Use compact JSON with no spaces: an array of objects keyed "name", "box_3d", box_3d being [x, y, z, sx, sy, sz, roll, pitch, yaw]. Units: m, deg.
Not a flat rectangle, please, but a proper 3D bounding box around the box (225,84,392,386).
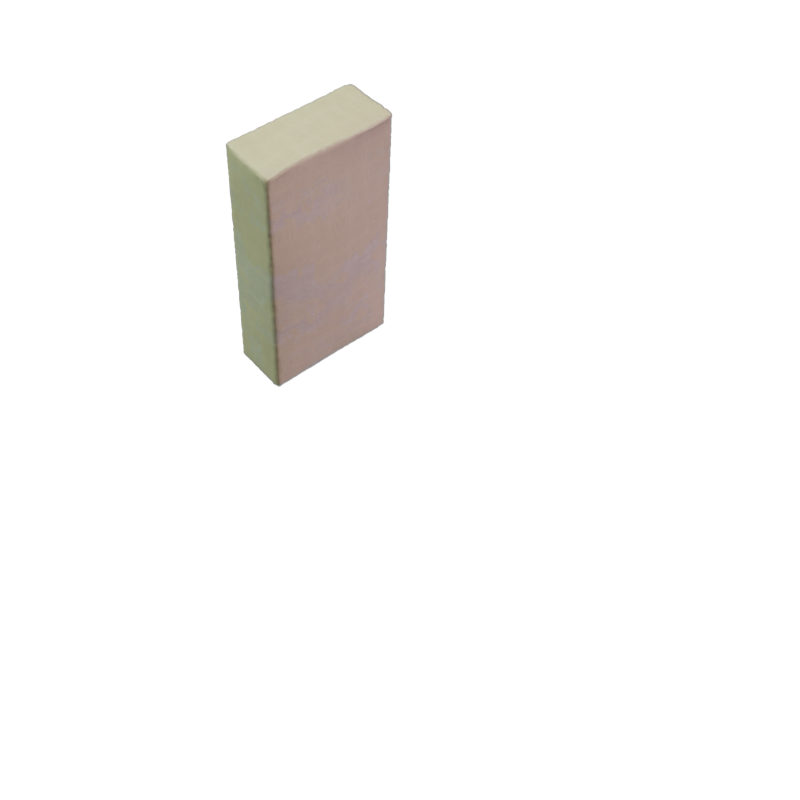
[{"name":"box","box_3d":[-0.053,-0.096,0.676,0.093,0.164,0.051,-32,59,-27]}]
